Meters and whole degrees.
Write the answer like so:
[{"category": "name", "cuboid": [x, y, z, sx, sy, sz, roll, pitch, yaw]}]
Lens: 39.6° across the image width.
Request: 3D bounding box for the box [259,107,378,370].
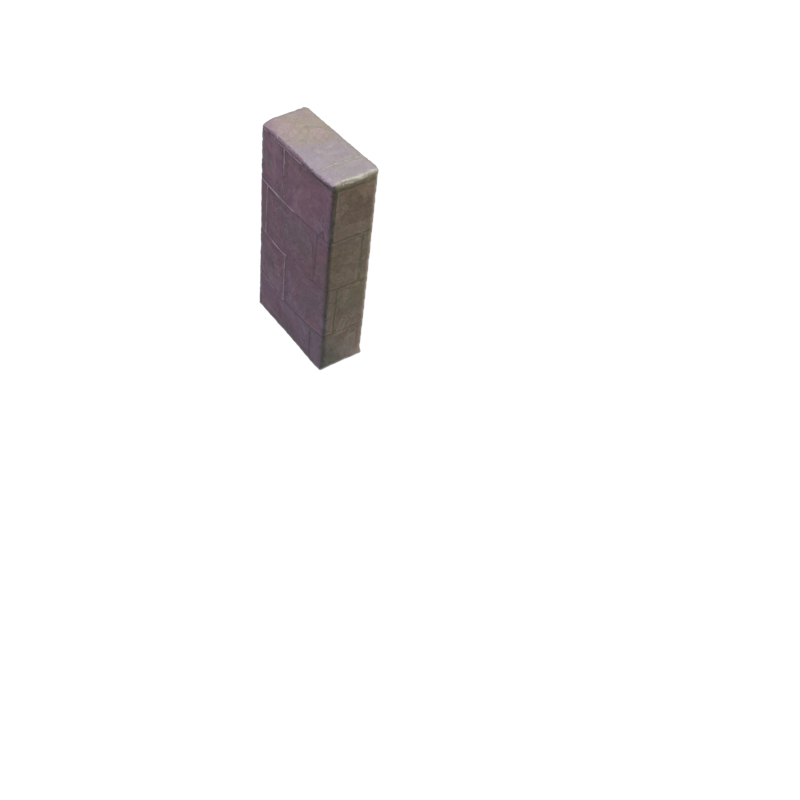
[{"category": "box", "cuboid": [-0.064, -0.117, 0.818, 0.048, 0.164, 0.101, -24, 50, -26]}]
